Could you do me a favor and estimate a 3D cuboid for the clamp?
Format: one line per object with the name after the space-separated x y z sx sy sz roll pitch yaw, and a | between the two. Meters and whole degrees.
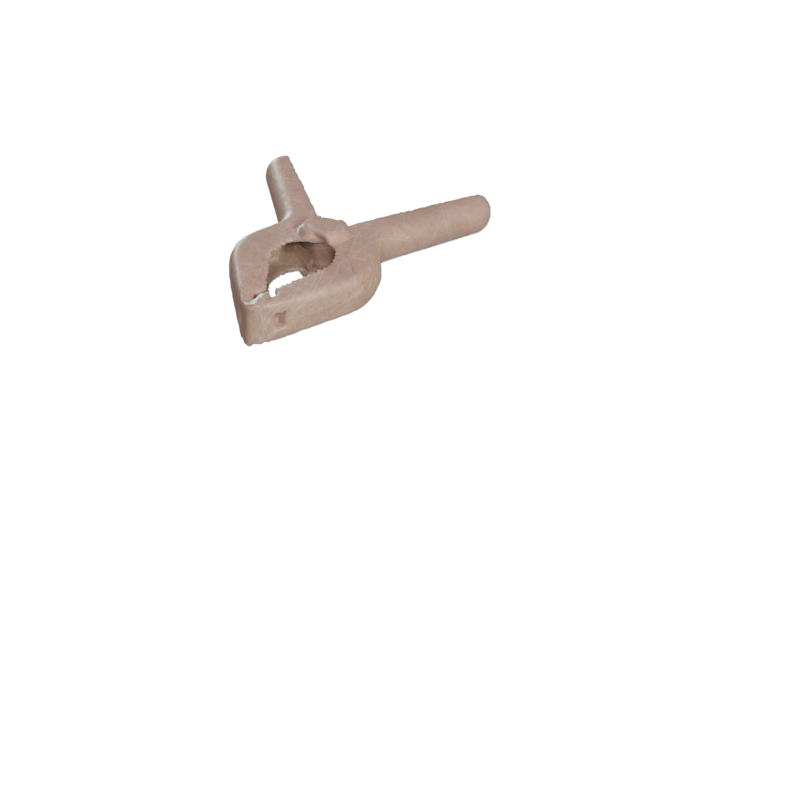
-0.056 -0.102 0.711 0.172 0.034 0.214 17 38 23 | clamp
